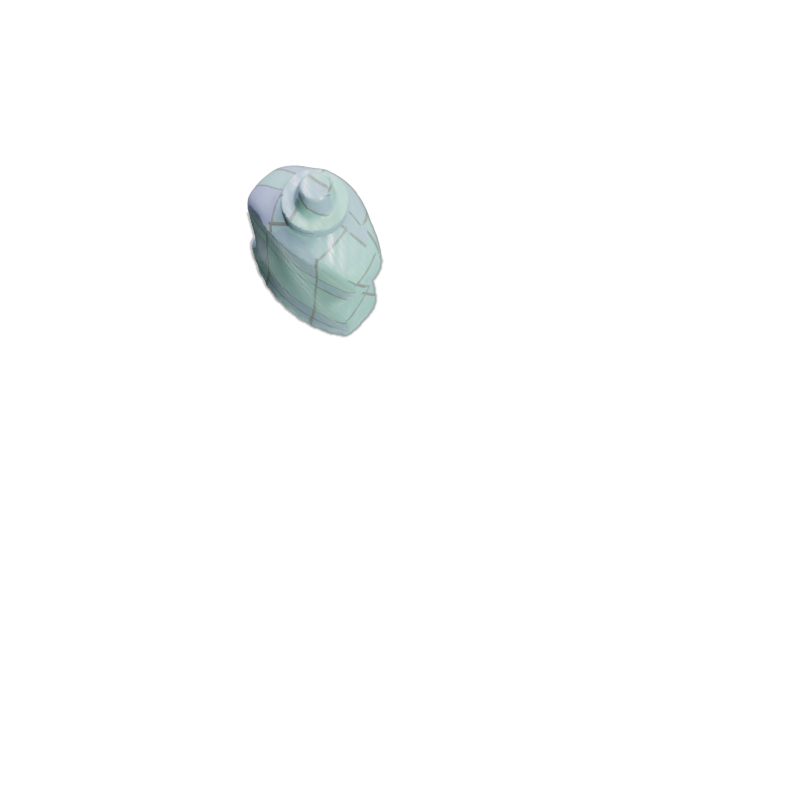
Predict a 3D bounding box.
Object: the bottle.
[{"bbox_3d":[-0.056,-0.104,0.723,0.099,0.059,0.185,43,-11,6],"label":"bottle"}]
